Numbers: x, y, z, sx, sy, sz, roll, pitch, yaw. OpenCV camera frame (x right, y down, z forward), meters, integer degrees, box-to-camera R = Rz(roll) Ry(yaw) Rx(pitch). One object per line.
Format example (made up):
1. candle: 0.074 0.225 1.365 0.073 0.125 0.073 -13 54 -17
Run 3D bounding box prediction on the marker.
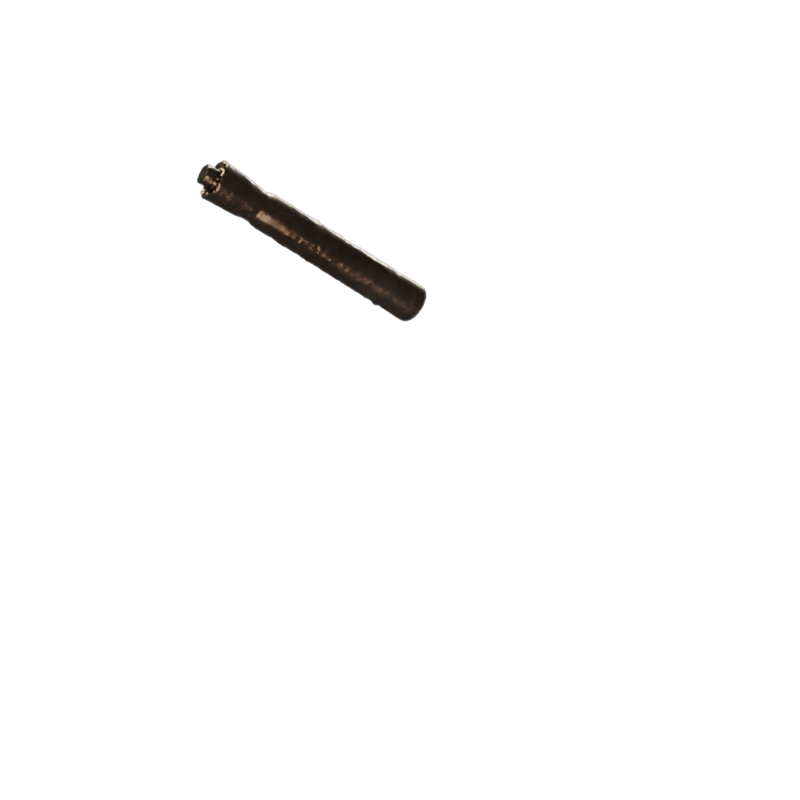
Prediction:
1. marker: -0.038 -0.070 0.491 0.114 0.020 0.020 30 -11 -26
